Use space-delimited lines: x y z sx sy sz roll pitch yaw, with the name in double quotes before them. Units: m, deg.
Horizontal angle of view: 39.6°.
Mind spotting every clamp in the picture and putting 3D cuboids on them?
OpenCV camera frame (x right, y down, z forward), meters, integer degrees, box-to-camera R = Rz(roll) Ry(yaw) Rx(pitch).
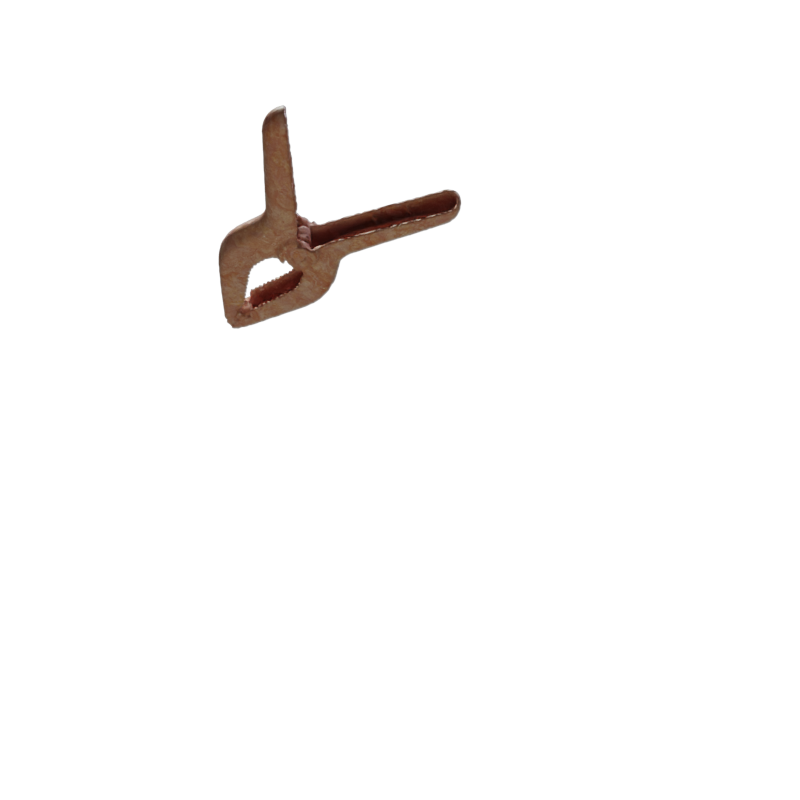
"clamp" -0.066 -0.120 0.844 0.158 0.039 0.203 20 -45 -21
